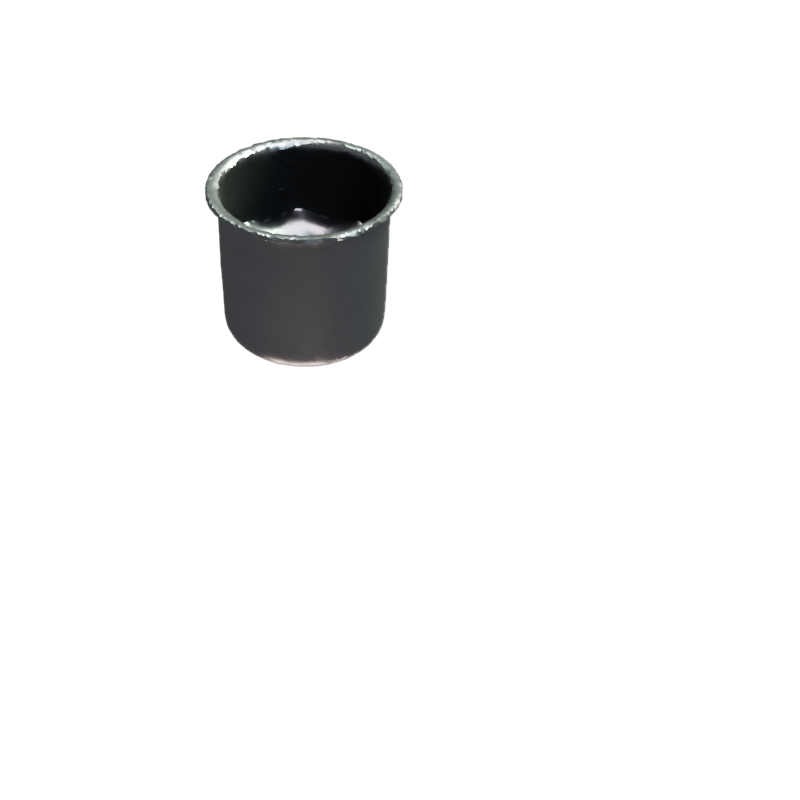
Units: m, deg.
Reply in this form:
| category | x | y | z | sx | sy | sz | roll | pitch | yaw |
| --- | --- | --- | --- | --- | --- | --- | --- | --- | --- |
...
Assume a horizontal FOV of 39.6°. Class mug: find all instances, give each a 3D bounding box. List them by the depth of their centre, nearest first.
| category | x | y | z | sx | sy | sz | roll | pitch | yaw |
| --- | --- | --- | --- | --- | --- | --- | --- | --- | --- |
| mug | -0.043 | -0.079 | 0.551 | 0.096 | 0.076 | 0.122 | 13 | 41 | 14 |
